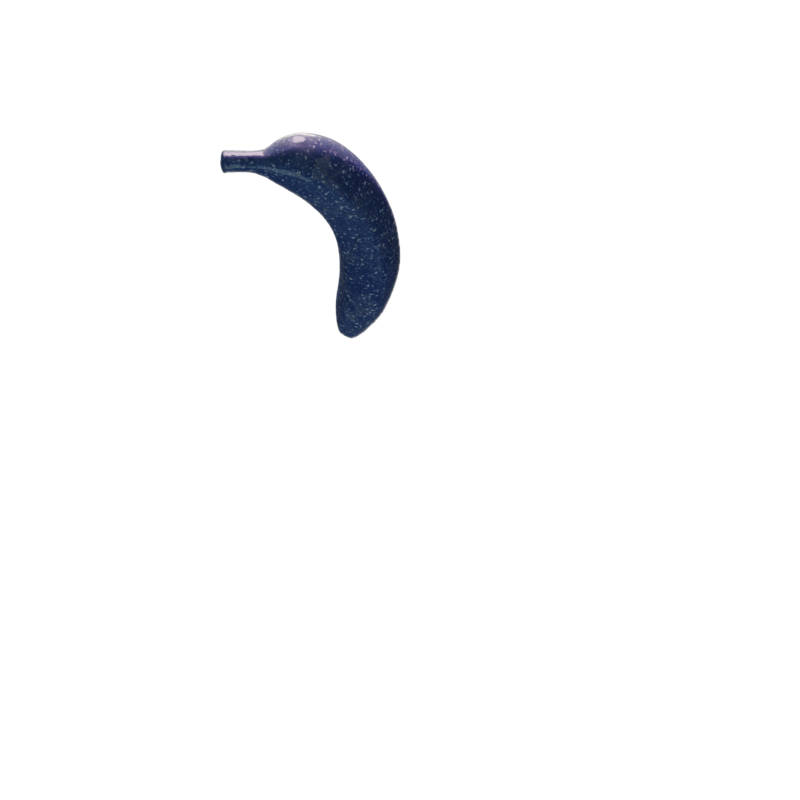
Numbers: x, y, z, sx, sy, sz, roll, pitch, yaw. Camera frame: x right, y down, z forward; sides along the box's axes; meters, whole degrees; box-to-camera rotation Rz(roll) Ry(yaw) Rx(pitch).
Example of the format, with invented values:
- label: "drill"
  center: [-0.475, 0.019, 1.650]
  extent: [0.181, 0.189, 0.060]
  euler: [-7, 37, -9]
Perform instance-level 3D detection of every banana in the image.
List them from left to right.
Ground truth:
- label: "banana"
  center: [-0.036, -0.100, 0.657]
  extent: [0.070, 0.039, 0.182]
  euler: [-11, -34, 16]
